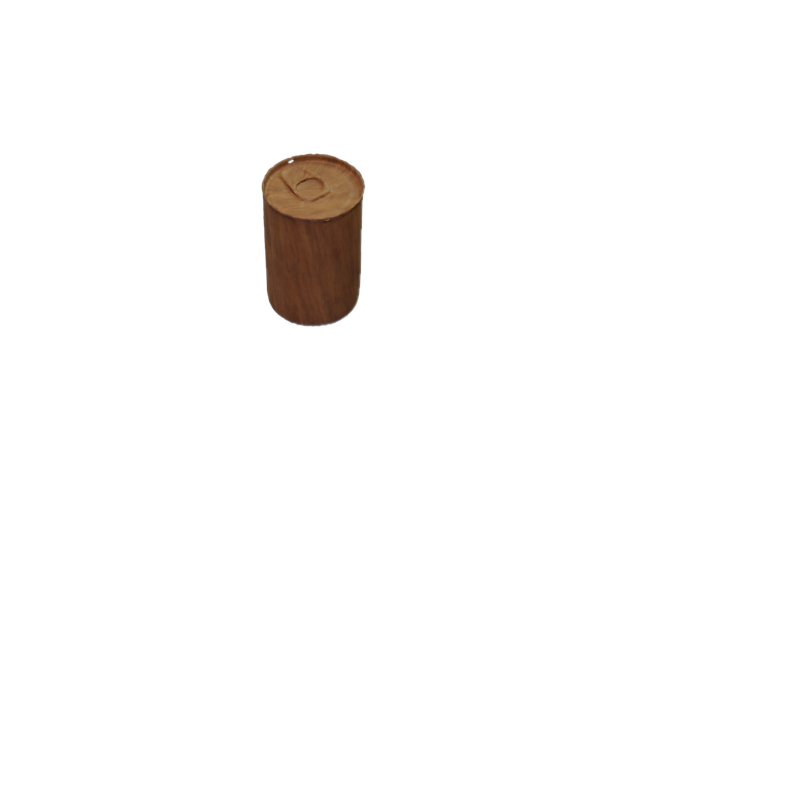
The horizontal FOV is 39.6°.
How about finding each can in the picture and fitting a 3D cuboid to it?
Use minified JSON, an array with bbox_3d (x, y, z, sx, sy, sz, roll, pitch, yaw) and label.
[{"bbox_3d":[-0.060,-0.109,0.761,0.068,0.074,0.095,0,-44,-3],"label":"can"}]
